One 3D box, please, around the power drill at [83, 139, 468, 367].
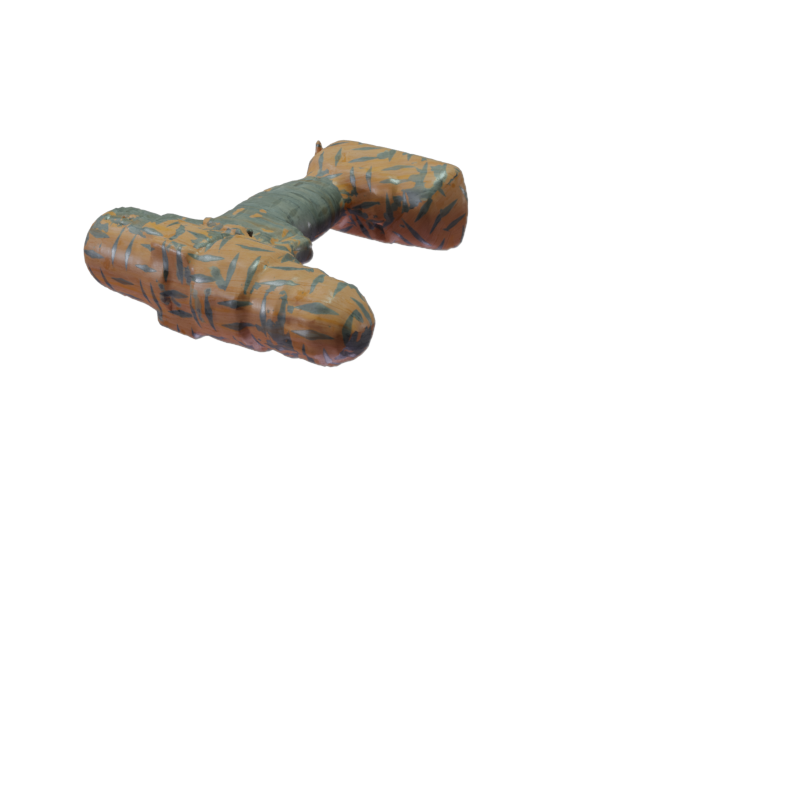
[{"bbox_3d":[-0.046,-0.084,0.592,0.195,0.054,0.187,22,35,35],"label":"power drill"}]
